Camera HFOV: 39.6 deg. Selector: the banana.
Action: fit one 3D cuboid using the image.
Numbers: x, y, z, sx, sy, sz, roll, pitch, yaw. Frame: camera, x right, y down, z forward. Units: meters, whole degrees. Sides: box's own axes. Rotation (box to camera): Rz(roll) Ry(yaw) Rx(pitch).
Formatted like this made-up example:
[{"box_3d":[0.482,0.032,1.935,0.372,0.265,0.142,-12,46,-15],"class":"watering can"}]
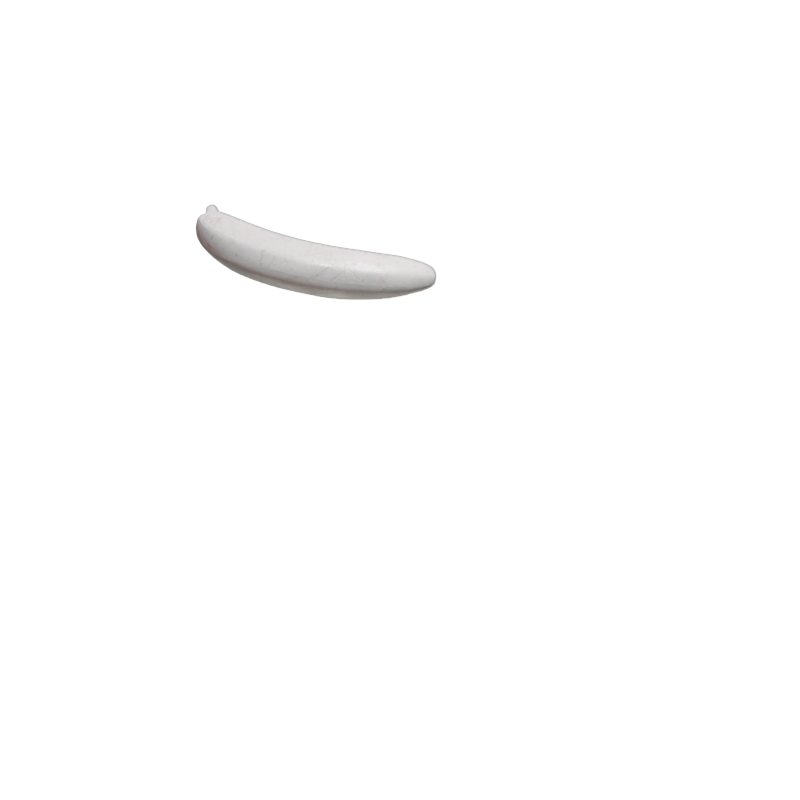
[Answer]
[{"box_3d":[-0.075,-0.106,0.798,0.207,0.034,0.071,20,43,23],"class":"banana"}]
